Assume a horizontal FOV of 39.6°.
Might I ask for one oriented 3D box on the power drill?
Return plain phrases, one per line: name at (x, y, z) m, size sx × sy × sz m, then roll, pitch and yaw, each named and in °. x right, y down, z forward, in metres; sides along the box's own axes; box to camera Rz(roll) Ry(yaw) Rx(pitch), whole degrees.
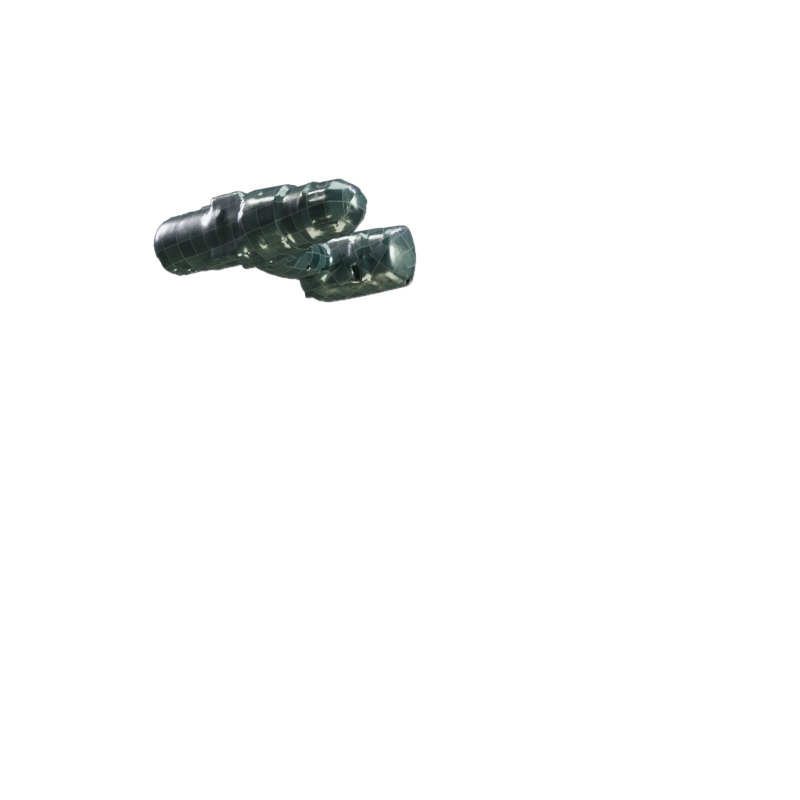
power drill at (-0.067, -0.122, 0.857) m, size 0.189 × 0.059 × 0.178 m, roll -5°, pitch -9°, yaw 34°
